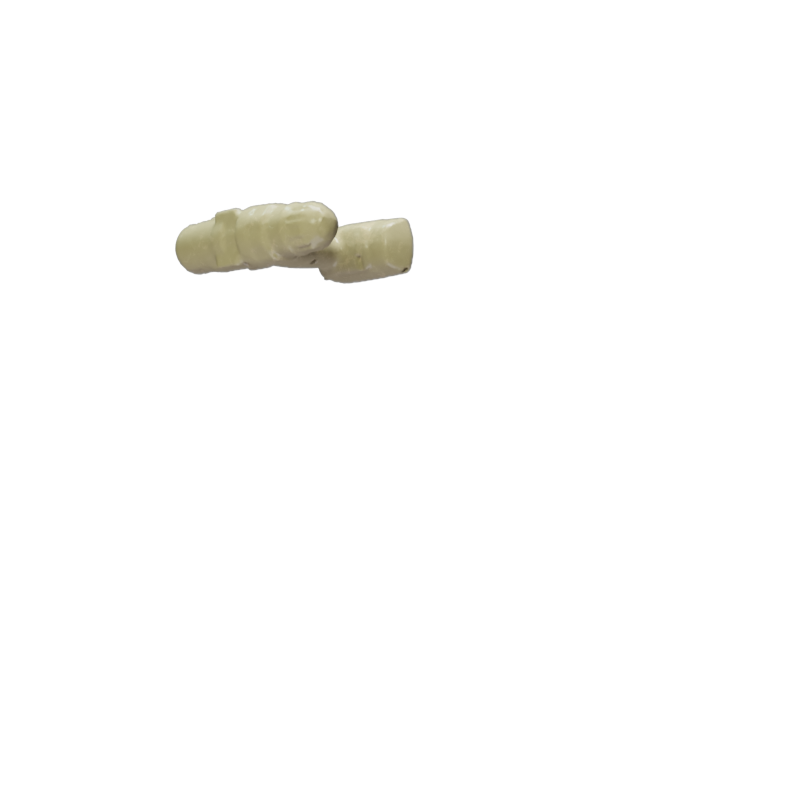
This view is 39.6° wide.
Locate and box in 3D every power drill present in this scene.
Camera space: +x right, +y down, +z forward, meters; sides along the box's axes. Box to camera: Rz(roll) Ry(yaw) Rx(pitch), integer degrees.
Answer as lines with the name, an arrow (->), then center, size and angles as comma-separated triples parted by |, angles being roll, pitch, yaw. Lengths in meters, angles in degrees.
power drill -> -0.076, -0.139, 0.975 | 0.191, 0.058, 0.179 | 0, 0, 45
